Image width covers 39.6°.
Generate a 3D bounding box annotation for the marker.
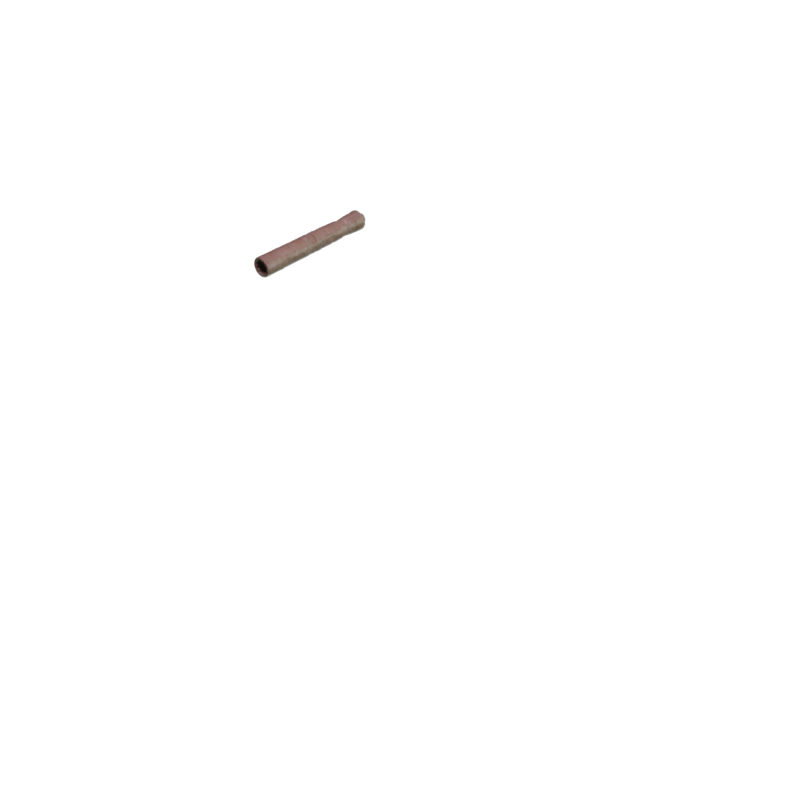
[{"bbox_3d":[-0.075,-0.138,0.964,0.121,0.019,0.021,-33,24,-35],"label":"marker"}]
